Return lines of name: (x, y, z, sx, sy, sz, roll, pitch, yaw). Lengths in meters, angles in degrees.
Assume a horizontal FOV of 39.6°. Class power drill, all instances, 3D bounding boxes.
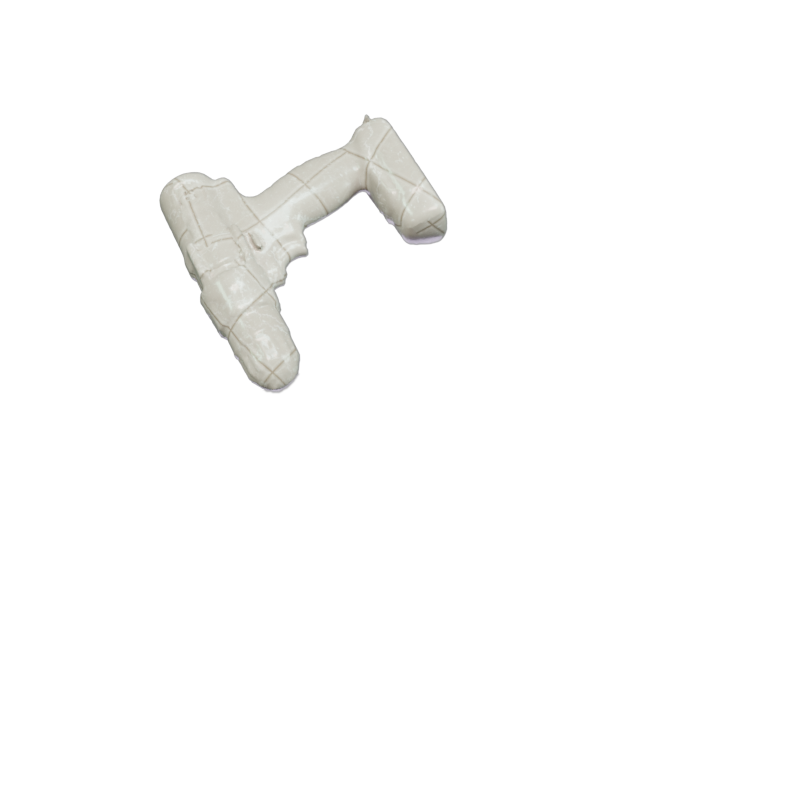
power drill: (-0.064, -0.116, 0.814, 0.187, 0.196, 0.054, -25, -23, -12)
